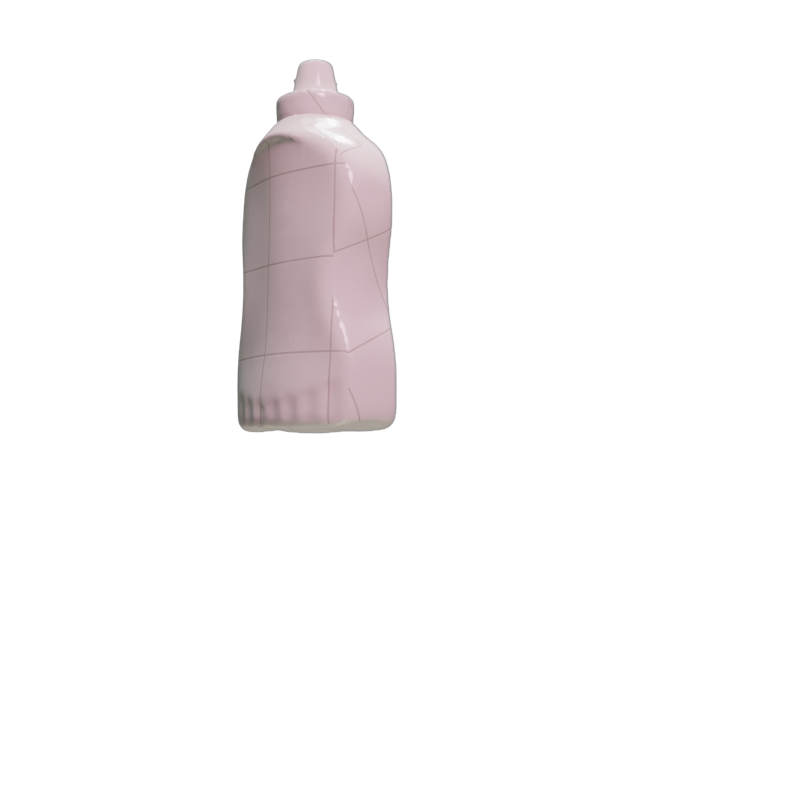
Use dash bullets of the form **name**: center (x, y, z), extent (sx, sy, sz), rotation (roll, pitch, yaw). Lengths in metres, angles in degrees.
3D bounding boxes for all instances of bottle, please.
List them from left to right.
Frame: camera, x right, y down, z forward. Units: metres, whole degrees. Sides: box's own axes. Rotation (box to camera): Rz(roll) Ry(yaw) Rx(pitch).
- **bottle**: center (-0.044, -0.081, 0.567), extent (0.056, 0.197, 0.098), rotation (7, -12, -37)
